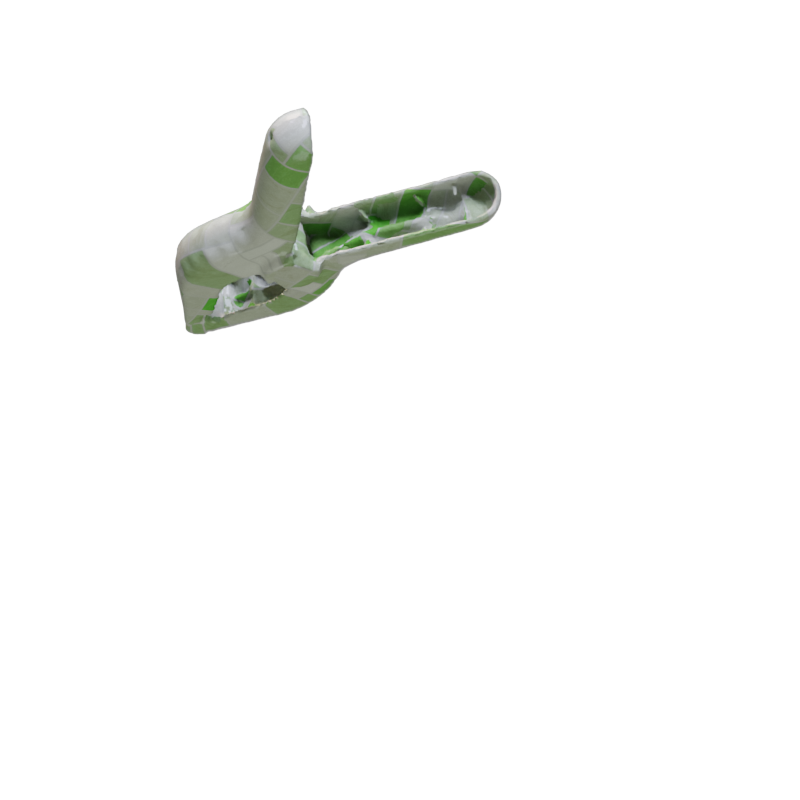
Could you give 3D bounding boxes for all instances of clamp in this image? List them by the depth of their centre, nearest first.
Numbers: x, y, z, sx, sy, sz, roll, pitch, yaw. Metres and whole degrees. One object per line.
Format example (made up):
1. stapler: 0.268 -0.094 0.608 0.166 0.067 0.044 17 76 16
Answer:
1. clamp: -0.040 -0.073 0.511 0.115 0.041 0.170 13 -25 -30
